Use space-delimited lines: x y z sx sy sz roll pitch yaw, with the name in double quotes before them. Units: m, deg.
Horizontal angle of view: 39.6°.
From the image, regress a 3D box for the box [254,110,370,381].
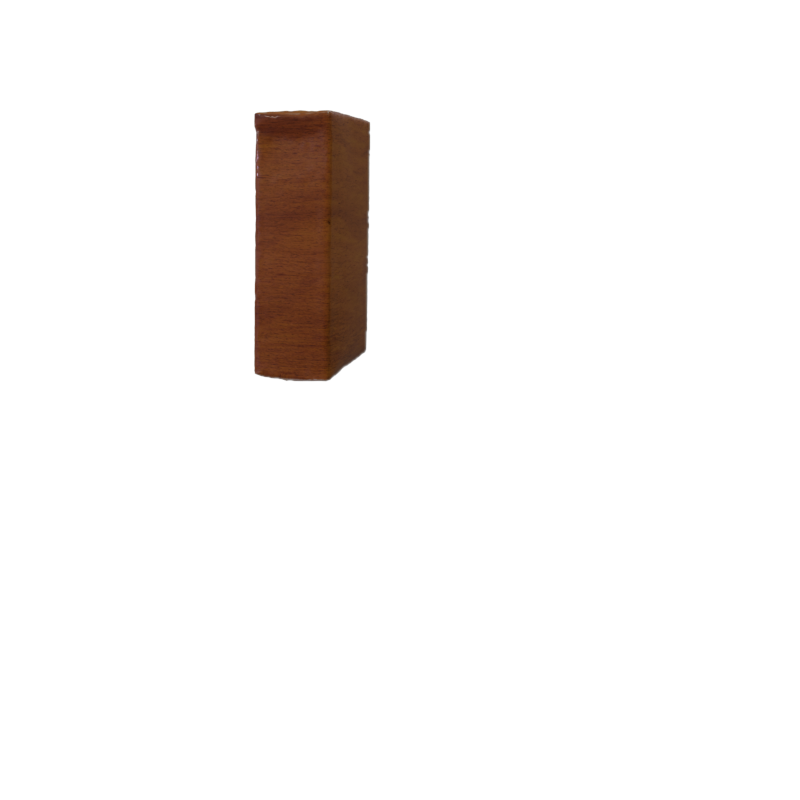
"box" -0.074 -0.135 0.944 0.073 0.212 0.164 1 6 10
